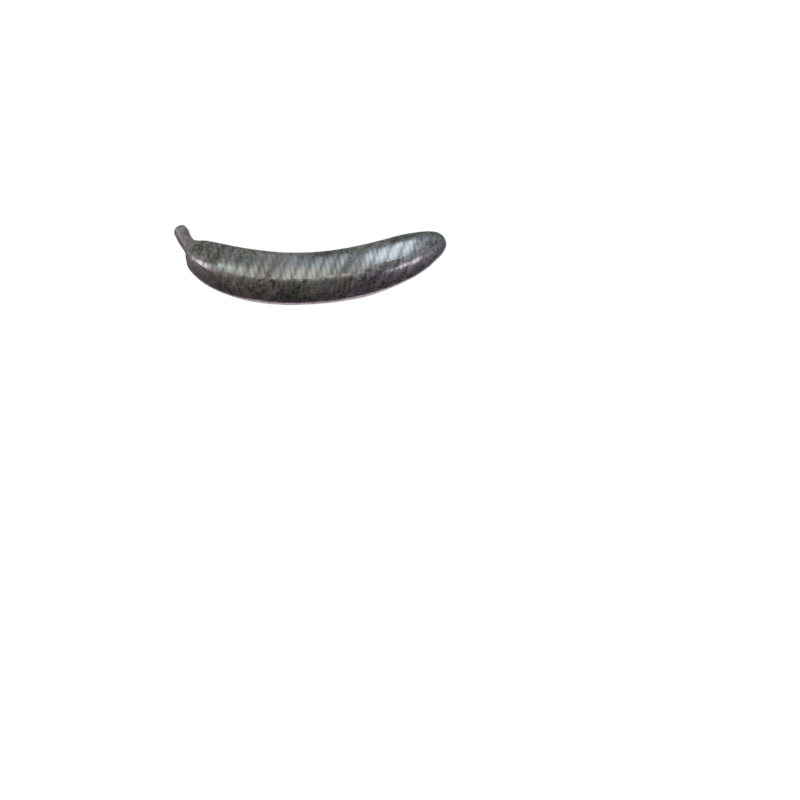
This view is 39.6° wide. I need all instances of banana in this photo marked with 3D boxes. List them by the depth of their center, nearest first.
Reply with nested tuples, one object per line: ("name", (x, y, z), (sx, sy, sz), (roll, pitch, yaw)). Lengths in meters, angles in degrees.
("banana", (-0.066, -0.097, 0.780), (0.198, 0.074, 0.034), (3, -33, 2))
